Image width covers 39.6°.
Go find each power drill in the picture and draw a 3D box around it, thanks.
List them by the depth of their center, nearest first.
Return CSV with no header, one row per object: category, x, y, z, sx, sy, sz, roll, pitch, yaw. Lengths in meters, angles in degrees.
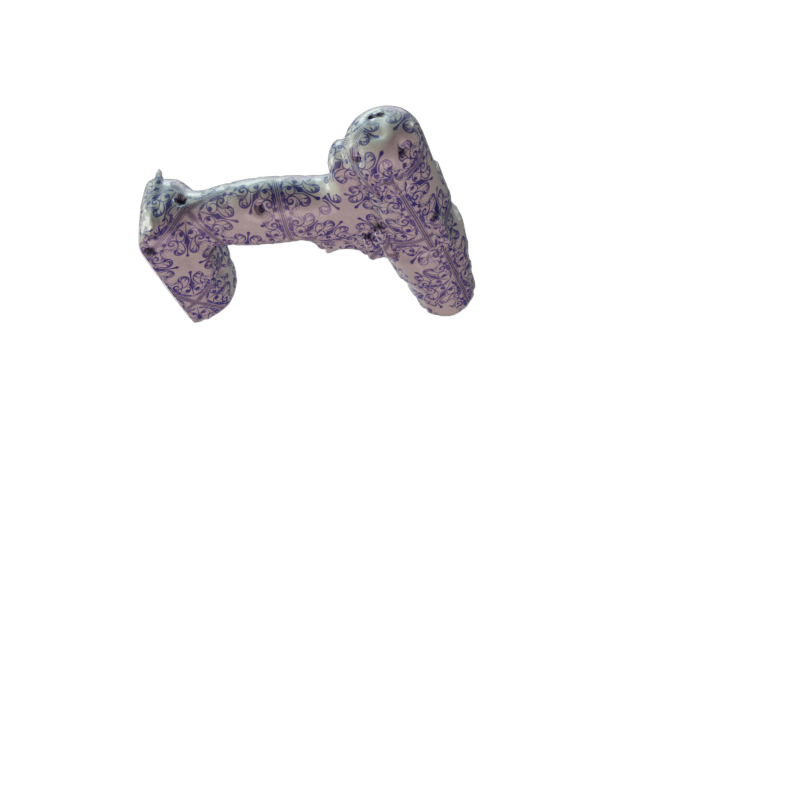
power drill,-0.054,-0.099,0.694,0.190,0.061,0.170,-10,-35,13
